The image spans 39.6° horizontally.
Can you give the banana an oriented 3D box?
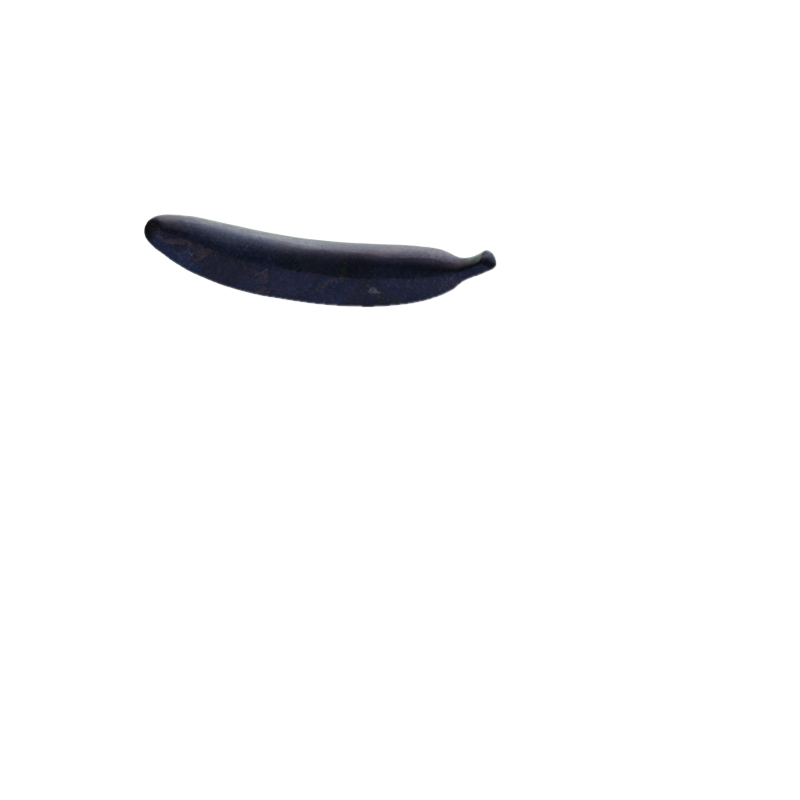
[{"bbox_3d":[-0.049,-0.082,0.647,0.196,0.039,0.066,3,-28,-7],"label":"banana"}]
